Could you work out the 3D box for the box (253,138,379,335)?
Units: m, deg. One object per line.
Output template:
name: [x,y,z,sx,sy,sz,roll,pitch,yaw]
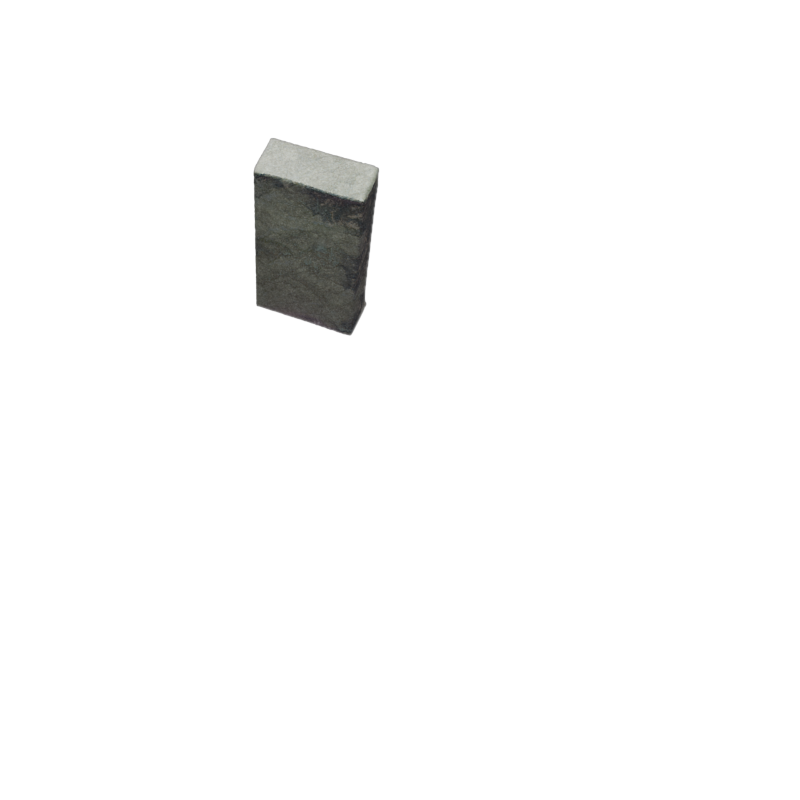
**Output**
box: [-0.072,-0.130,0.914,0.095,0.050,0.165,18,-32,9]
